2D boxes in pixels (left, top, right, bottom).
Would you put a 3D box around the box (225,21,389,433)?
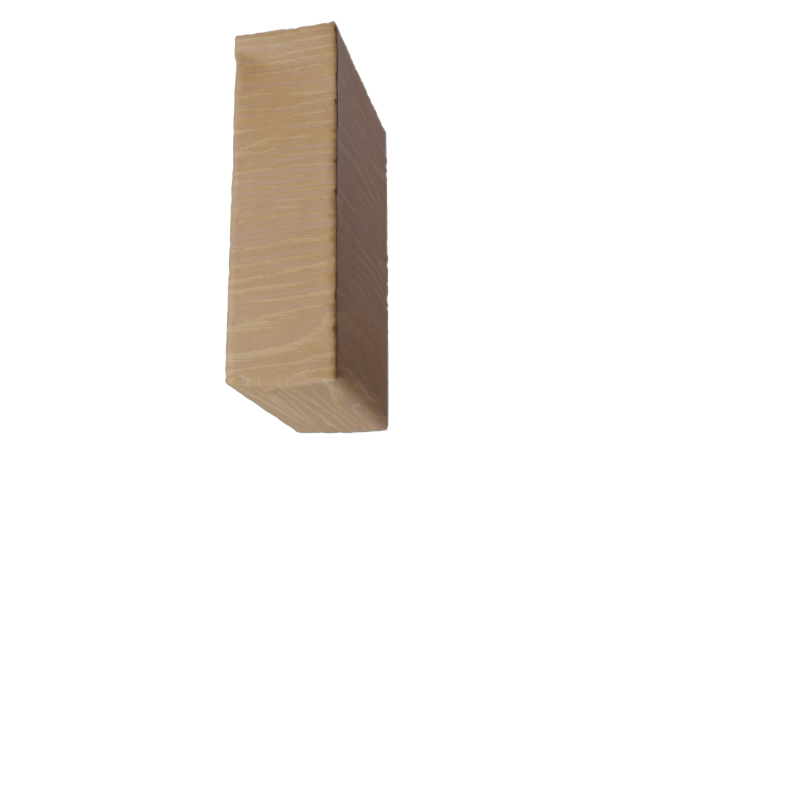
[{"bbox_3d":[-0.054,-0.098,0.685,0.073,0.223,0.156,-4,-16,10],"label":"box"}]
